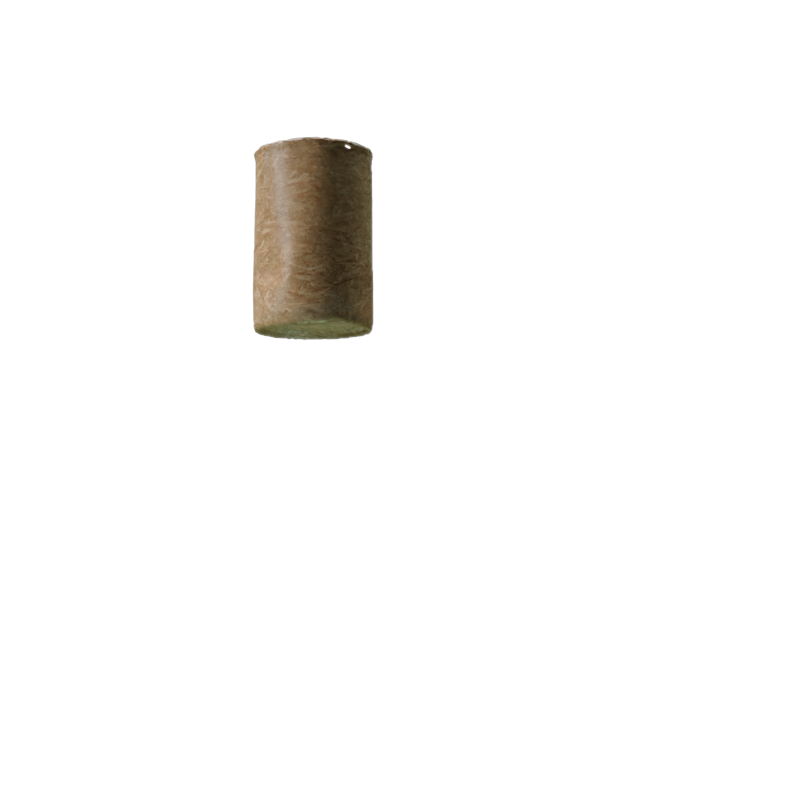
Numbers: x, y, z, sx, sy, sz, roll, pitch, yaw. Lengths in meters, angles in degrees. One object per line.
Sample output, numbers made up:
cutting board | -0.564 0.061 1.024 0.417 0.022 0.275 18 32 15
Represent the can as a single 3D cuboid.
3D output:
can | -0.049 -0.089 0.621 0.068 0.105 0.067 0 -10 -2
